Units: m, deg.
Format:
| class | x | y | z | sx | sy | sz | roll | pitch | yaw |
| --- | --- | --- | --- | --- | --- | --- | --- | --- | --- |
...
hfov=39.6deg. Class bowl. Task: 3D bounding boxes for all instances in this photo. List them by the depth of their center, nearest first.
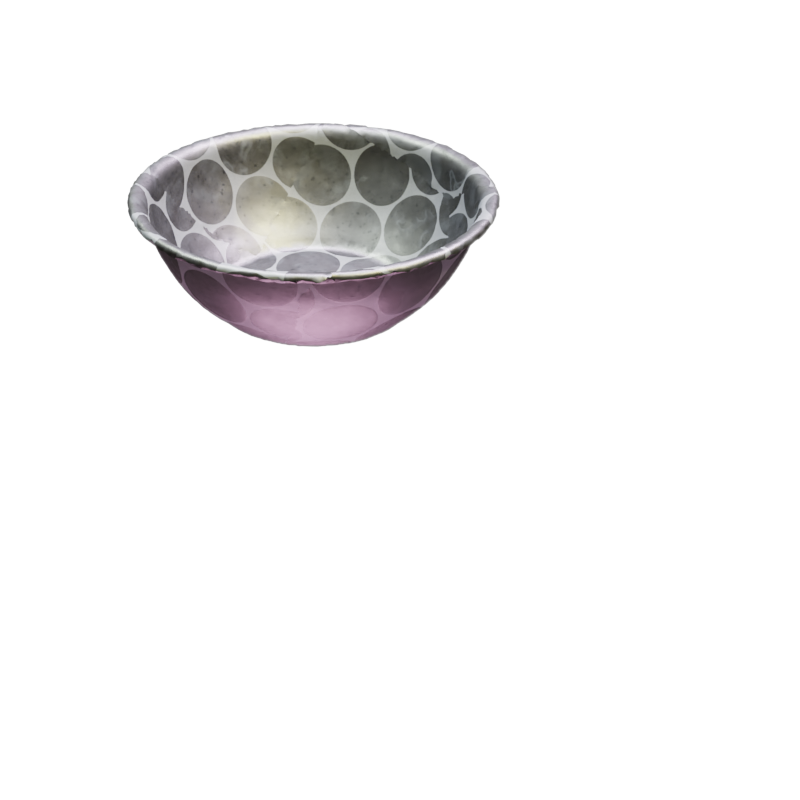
| class | x | y | z | sx | sy | sz | roll | pitch | yaw |
| --- | --- | --- | --- | --- | --- | --- | --- | --- | --- |
| bowl | -0.039 | -0.071 | 0.497 | 0.162 | 0.052 | 0.173 | -1 | 33 | -2 |
